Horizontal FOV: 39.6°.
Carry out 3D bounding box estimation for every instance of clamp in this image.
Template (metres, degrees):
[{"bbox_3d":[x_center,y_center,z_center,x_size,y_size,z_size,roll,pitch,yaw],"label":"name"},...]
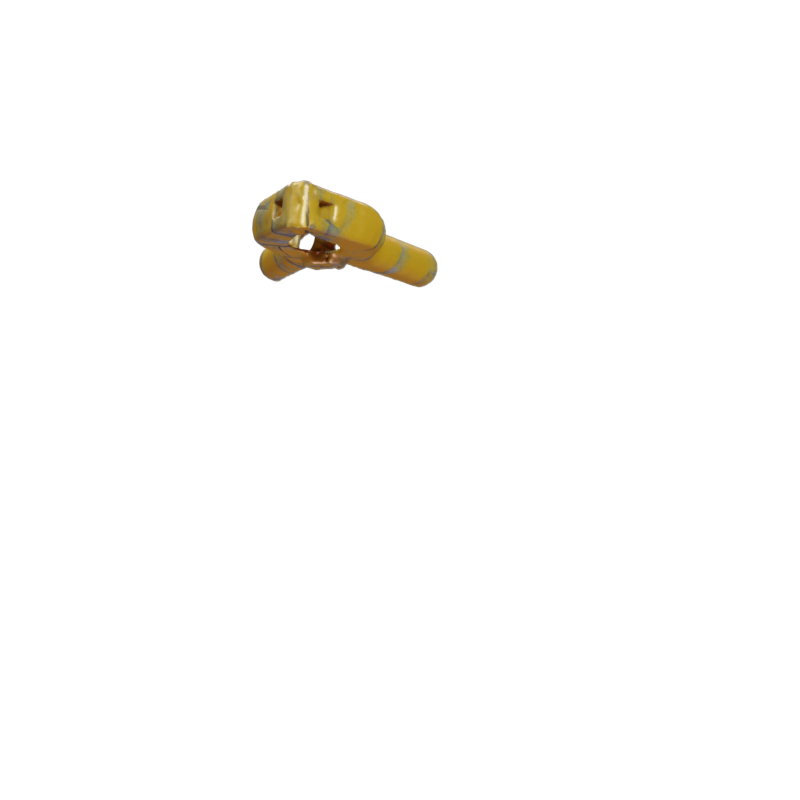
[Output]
[{"bbox_3d":[-0.054,-0.098,0.689,0.122,0.041,0.162,-4,-11,18],"label":"clamp"}]
